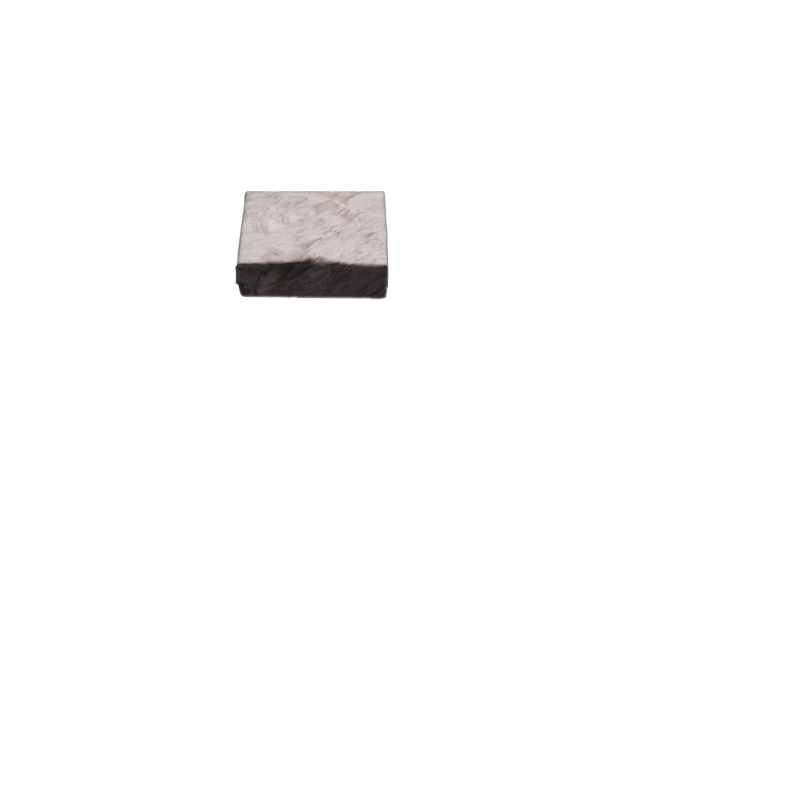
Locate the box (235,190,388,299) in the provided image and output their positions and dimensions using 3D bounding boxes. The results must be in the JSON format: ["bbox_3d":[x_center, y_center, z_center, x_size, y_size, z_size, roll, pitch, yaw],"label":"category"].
[{"bbox_3d":[-0.053,-0.096,0.670,0.089,0.028,0.078,0,43,0],"label":"box"}]
